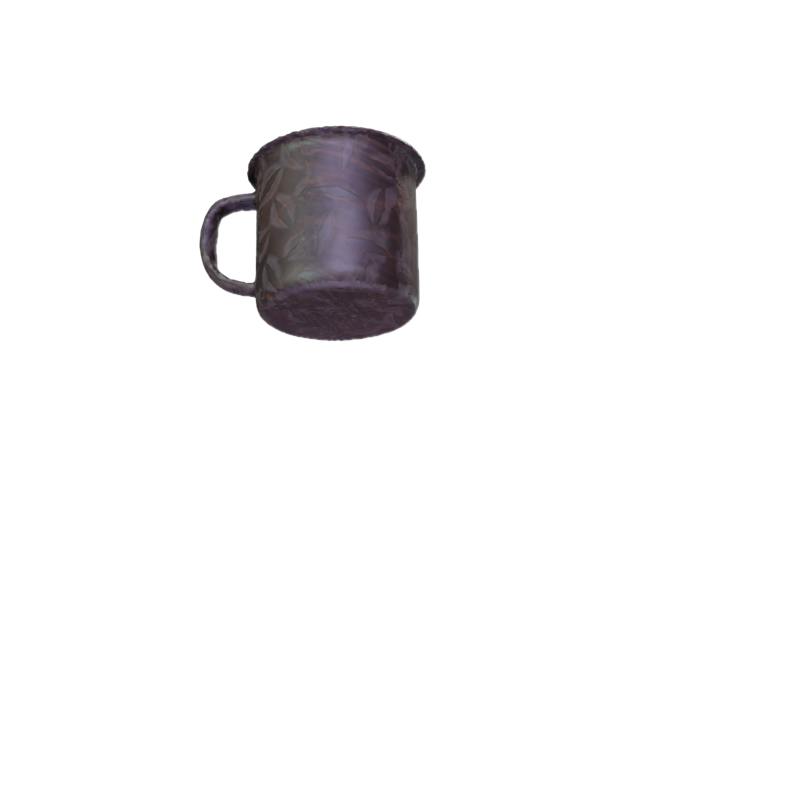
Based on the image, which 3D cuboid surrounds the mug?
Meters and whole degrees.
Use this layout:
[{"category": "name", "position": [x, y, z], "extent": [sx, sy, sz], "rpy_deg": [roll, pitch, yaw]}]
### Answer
[{"category": "mug", "position": [-0.044, -0.080, 0.563], "extent": [0.117, 0.086, 0.088], "rpy_deg": [-1, -21, 2]}]
